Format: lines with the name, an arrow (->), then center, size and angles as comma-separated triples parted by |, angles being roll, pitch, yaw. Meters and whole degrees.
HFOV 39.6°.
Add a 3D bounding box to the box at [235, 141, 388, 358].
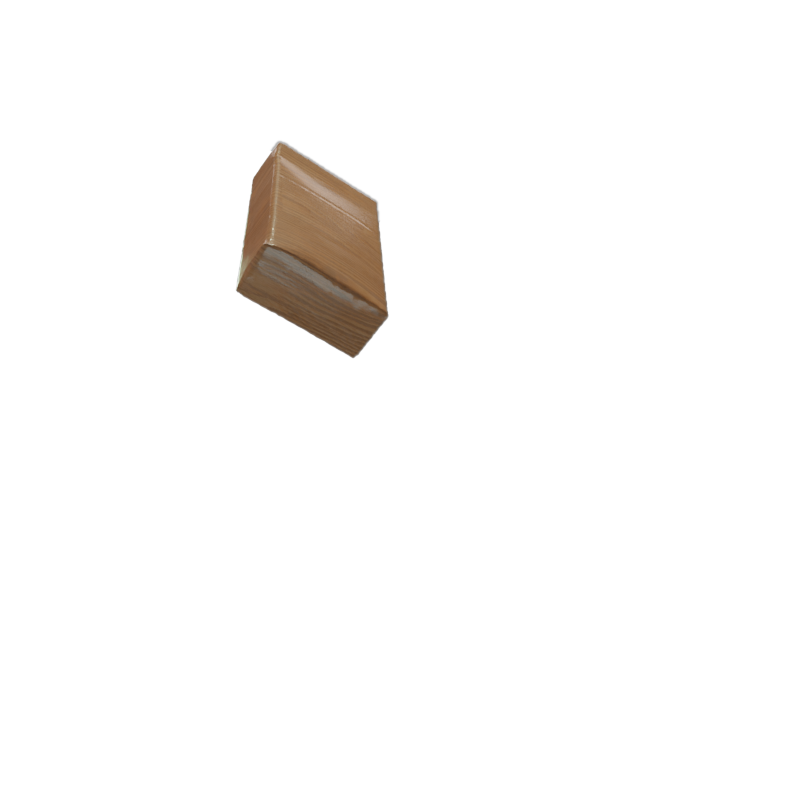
box -> -0.060, -0.109, 0.766 | 0.090, 0.047, 0.187 | 29, 24, -18
